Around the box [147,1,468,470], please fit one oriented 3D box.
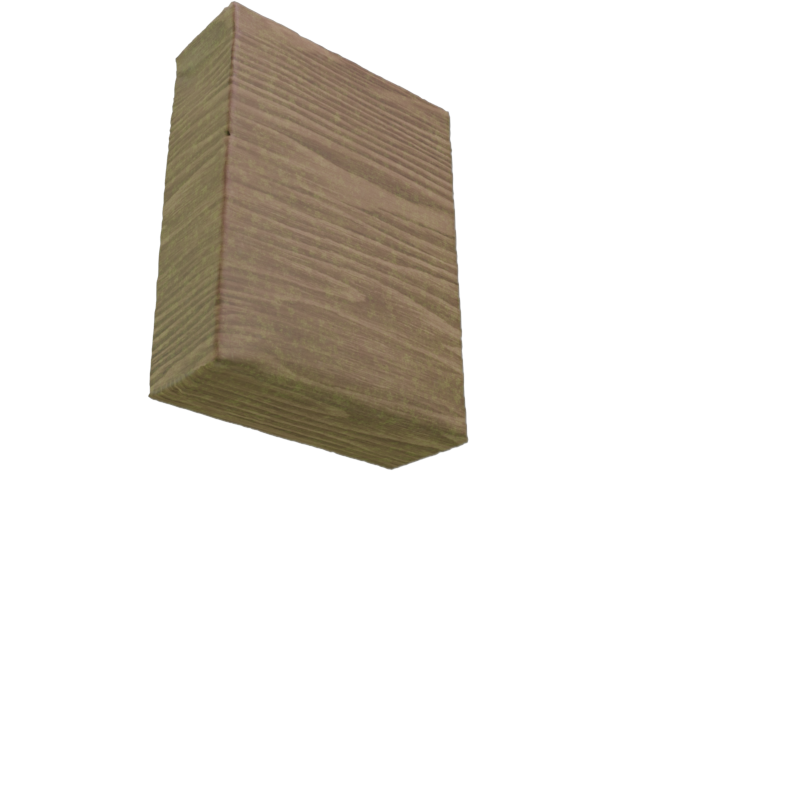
[{"bbox_3d":[-0.047,-0.086,0.605,0.155,0.227,0.072,19,-34,-35],"label":"box"}]
